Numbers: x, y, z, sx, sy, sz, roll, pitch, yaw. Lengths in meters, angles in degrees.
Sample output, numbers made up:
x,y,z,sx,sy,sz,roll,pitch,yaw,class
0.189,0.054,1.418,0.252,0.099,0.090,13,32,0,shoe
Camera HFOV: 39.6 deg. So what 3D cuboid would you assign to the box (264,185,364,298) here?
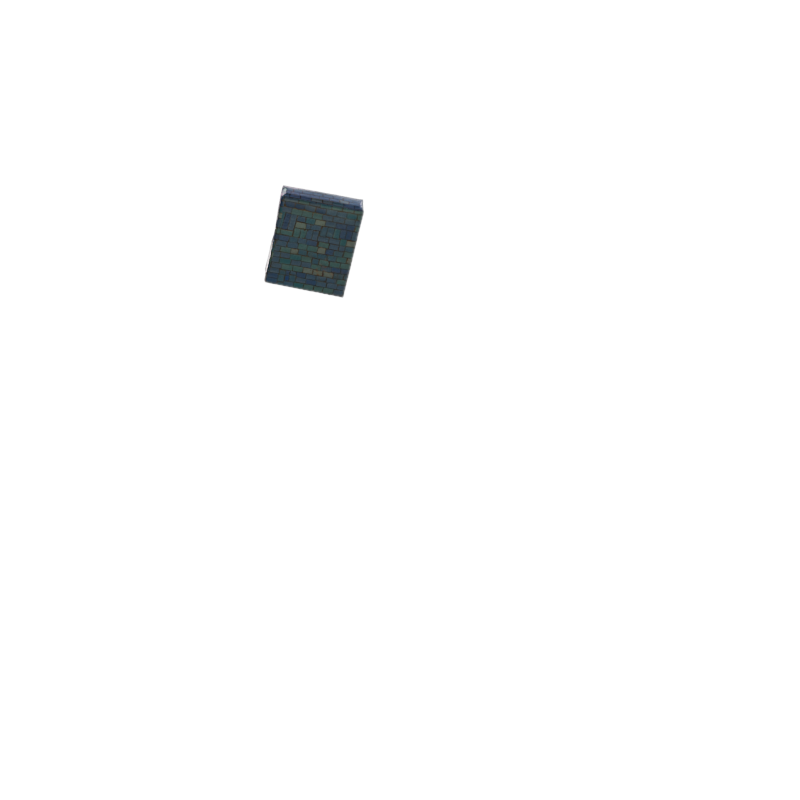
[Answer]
x,y,z,sx,sy,sz,roll,pitch,yaw,class
-0.077,-0.140,0.982,0.072,0.085,0.032,11,27,-6,box
